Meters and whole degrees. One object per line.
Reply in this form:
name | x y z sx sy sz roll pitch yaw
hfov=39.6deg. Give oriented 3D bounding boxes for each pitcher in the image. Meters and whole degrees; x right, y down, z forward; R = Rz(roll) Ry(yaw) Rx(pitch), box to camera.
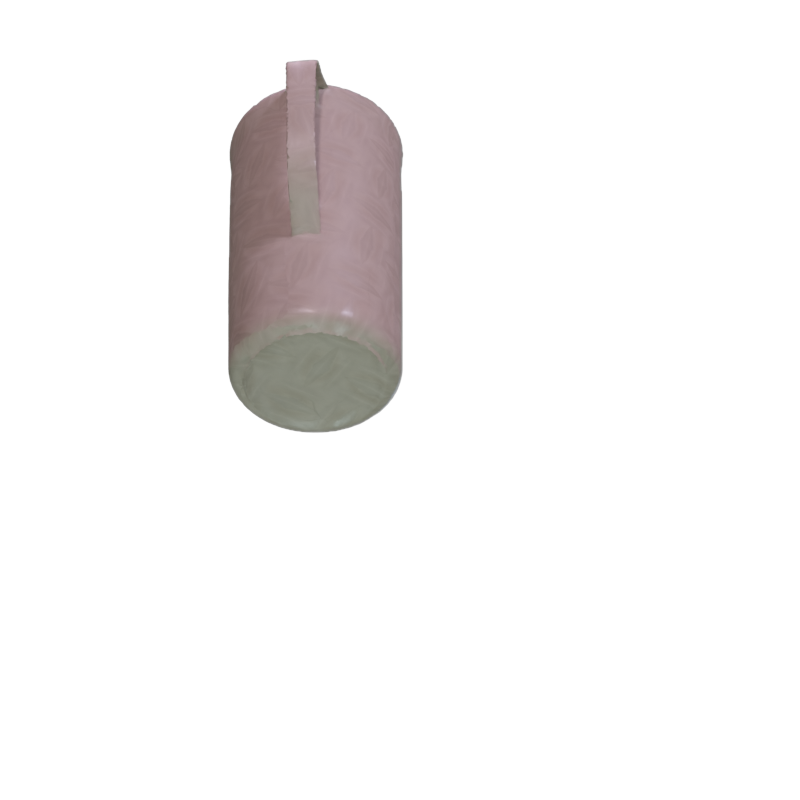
pitcher | -0.060 -0.109 0.760 0.141 0.261 0.143 32 -55 -29
